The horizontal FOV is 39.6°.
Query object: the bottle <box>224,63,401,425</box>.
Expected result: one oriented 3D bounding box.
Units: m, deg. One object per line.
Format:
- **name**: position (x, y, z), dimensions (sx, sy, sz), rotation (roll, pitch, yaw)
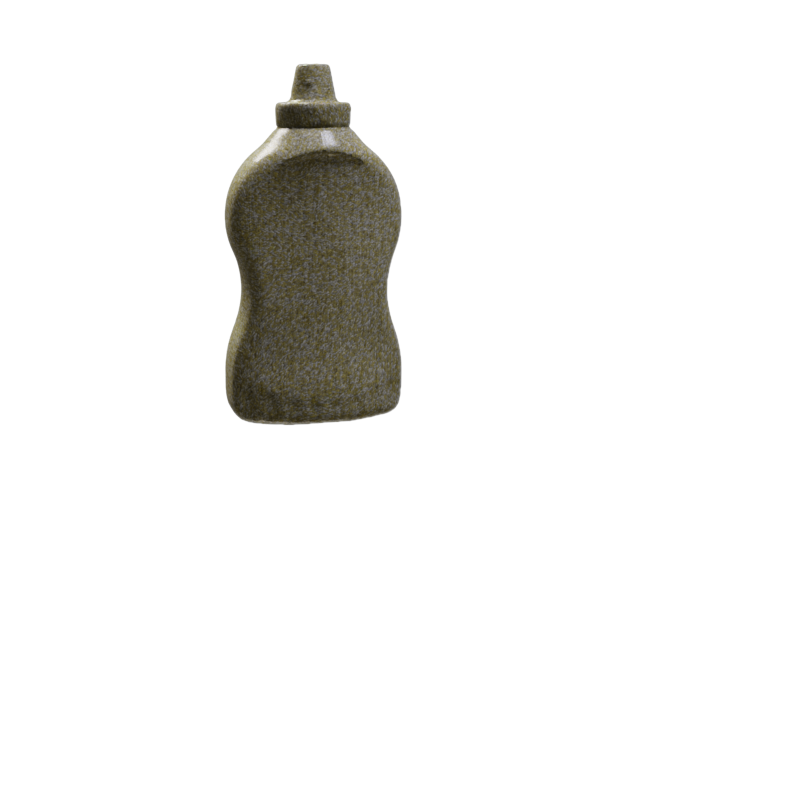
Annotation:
- **bottle**: position (-0.048, -0.087, 0.606), dimensions (0.094, 0.188, 0.060), rotation (-2, 9, -14)
